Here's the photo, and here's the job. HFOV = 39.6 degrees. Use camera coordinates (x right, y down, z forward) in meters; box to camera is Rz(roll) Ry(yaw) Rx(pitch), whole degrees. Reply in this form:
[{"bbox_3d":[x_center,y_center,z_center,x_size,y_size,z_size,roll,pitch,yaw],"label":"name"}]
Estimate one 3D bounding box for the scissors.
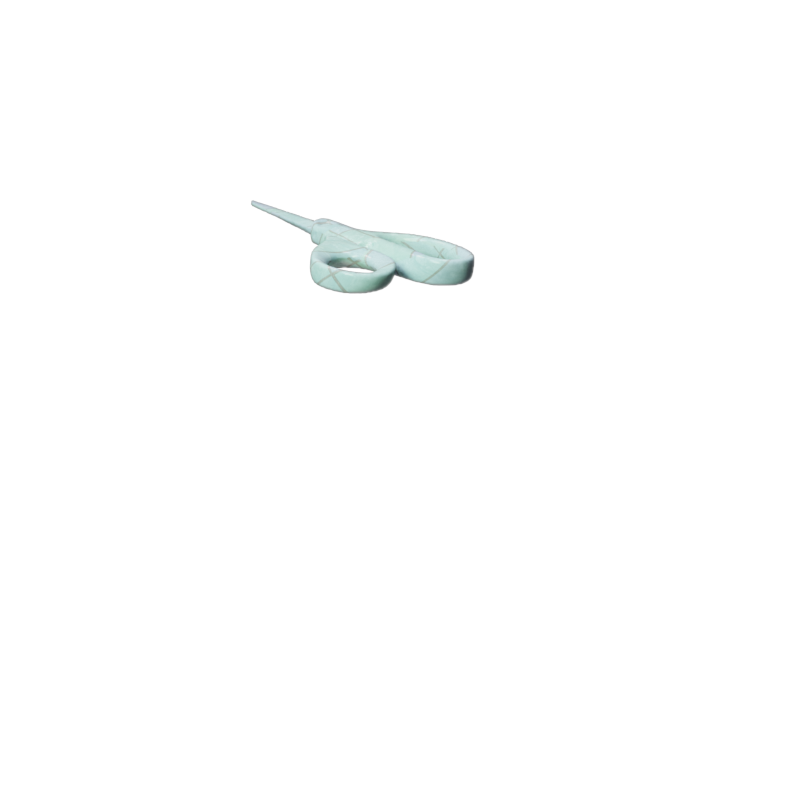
[{"bbox_3d":[-0.050,-0.092,0.645,0.213,0.015,0.095,19,29,39],"label":"scissors"}]
